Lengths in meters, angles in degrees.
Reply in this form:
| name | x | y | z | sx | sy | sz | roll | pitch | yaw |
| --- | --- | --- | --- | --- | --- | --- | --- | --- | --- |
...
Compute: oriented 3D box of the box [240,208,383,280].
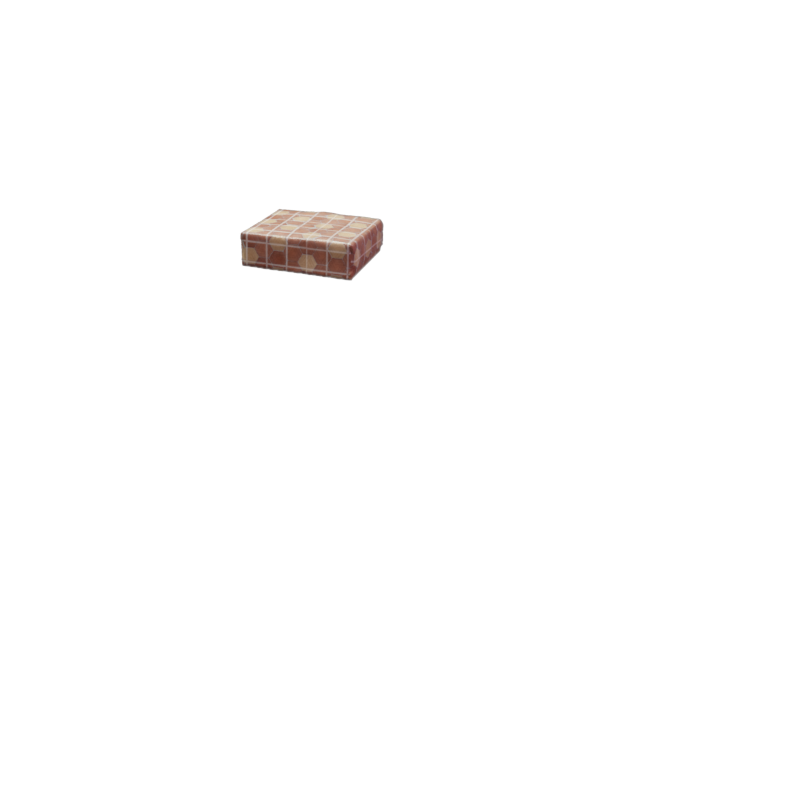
| name | x | y | z | sx | sy | sz | roll | pitch | yaw |
| --- | --- | --- | --- | --- | --- | --- | --- | --- | --- |
| box | -0.065 | -0.119 | 0.834 | 0.092 | 0.029 | 0.074 | 8 | 24 | 18 |
